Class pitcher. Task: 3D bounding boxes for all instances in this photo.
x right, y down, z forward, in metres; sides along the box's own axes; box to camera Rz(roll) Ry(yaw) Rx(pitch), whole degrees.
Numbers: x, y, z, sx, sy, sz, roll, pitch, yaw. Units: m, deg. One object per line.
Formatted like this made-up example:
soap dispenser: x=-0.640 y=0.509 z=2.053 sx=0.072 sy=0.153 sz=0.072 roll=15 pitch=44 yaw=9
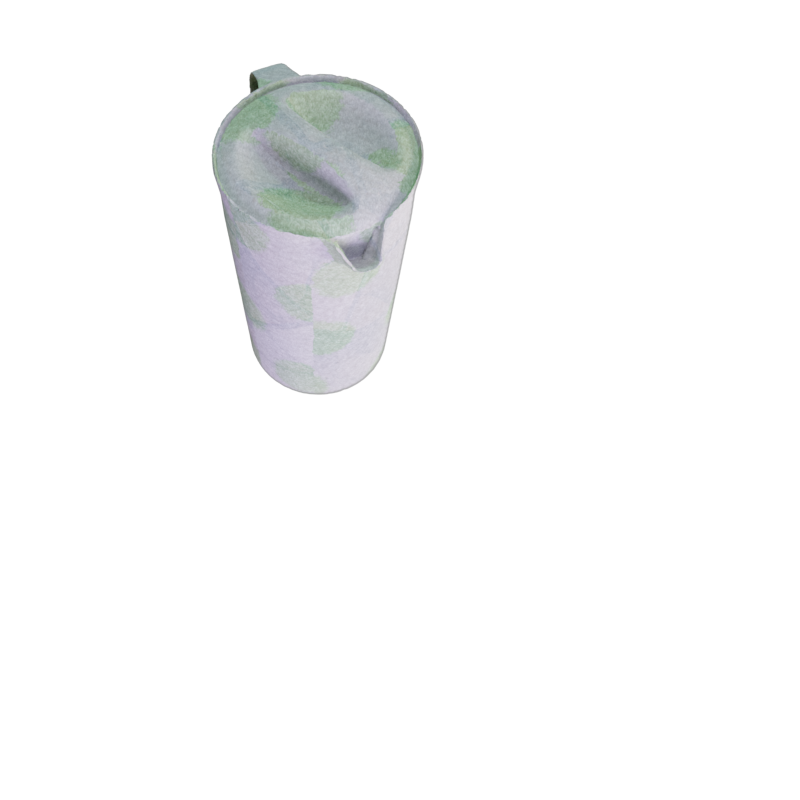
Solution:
pitcher: x=-0.062 y=-0.113 z=0.794 sx=0.148 sy=0.156 sz=0.228 roll=19 pitch=-29 yaw=8
